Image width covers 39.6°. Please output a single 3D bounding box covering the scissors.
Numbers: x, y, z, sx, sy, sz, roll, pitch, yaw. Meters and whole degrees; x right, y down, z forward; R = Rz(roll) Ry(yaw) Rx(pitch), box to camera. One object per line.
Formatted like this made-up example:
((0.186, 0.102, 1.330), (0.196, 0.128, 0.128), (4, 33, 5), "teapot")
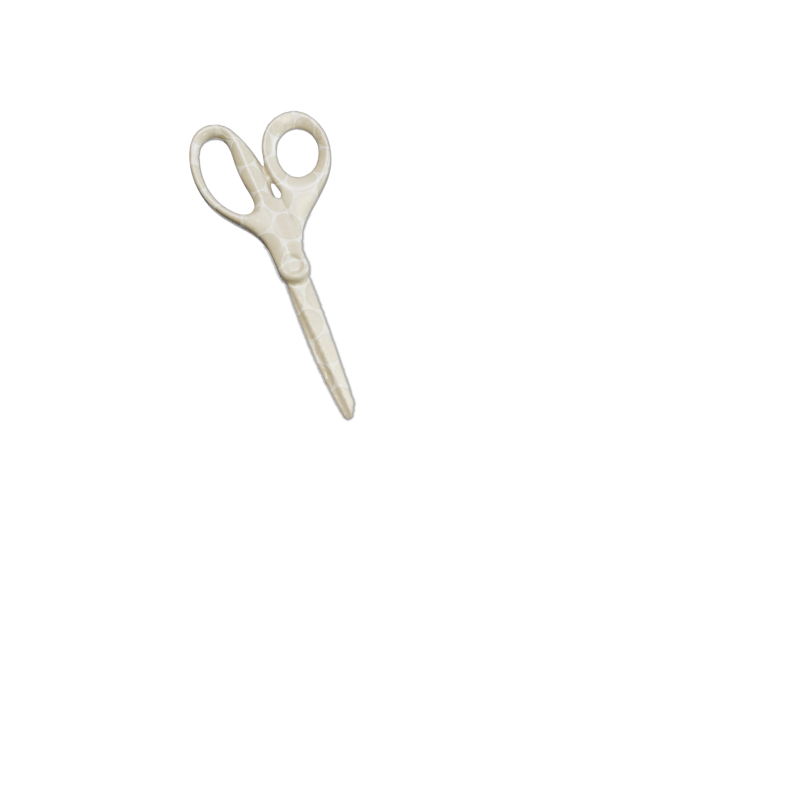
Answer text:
((-0.053, -0.096, 0.672), (0.096, 0.211, 0.015), (-34, -16, -11), "scissors")
